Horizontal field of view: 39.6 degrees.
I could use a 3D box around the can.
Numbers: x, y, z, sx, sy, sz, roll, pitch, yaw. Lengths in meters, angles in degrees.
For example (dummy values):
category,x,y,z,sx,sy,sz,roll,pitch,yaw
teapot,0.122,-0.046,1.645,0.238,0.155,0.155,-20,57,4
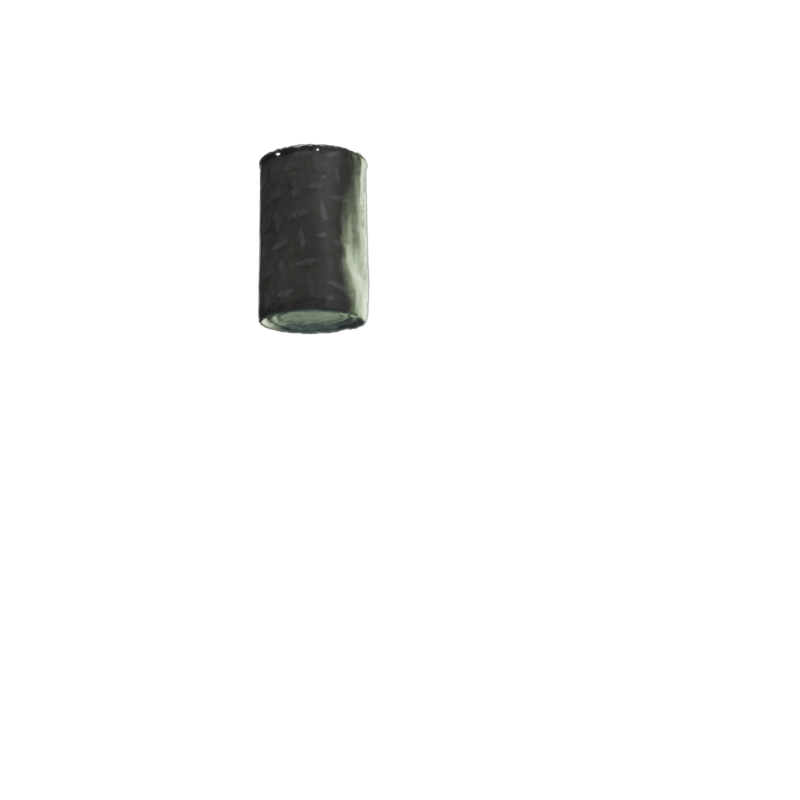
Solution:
category,x,y,z,sx,sy,sz,roll,pitch,yaw
can,-0.053,-0.097,0.678,0.068,0.106,0.066,0,-14,-2
